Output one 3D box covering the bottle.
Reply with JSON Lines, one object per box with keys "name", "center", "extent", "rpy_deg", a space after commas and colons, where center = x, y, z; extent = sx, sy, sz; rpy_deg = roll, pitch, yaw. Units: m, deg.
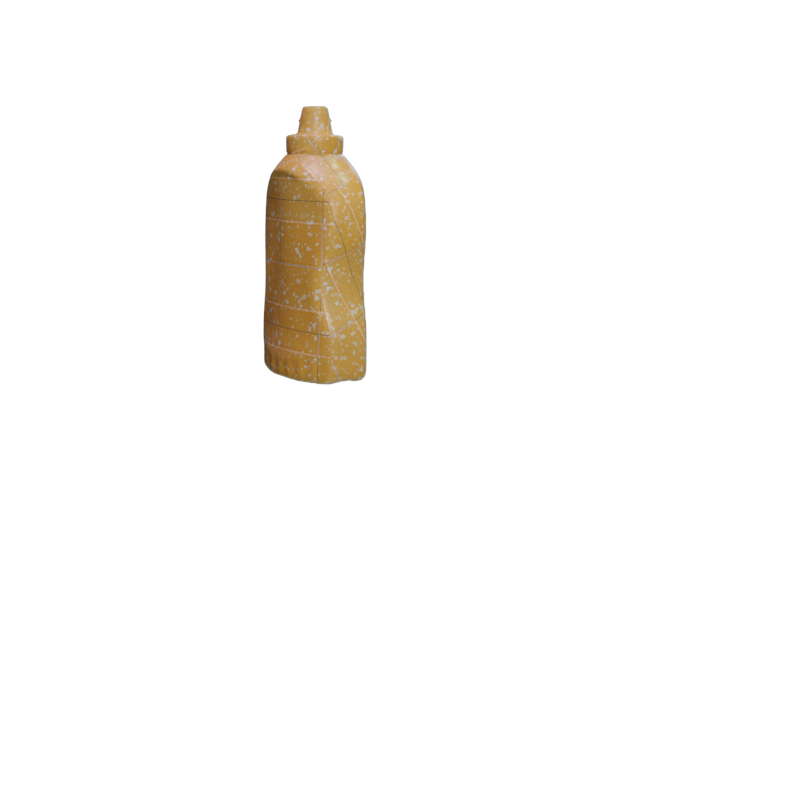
{"name": "bottle", "center": [-0.062, -0.113, 0.791], "extent": [0.056, 0.189, 0.100], "rpy_deg": [-3, 7, -32]}
